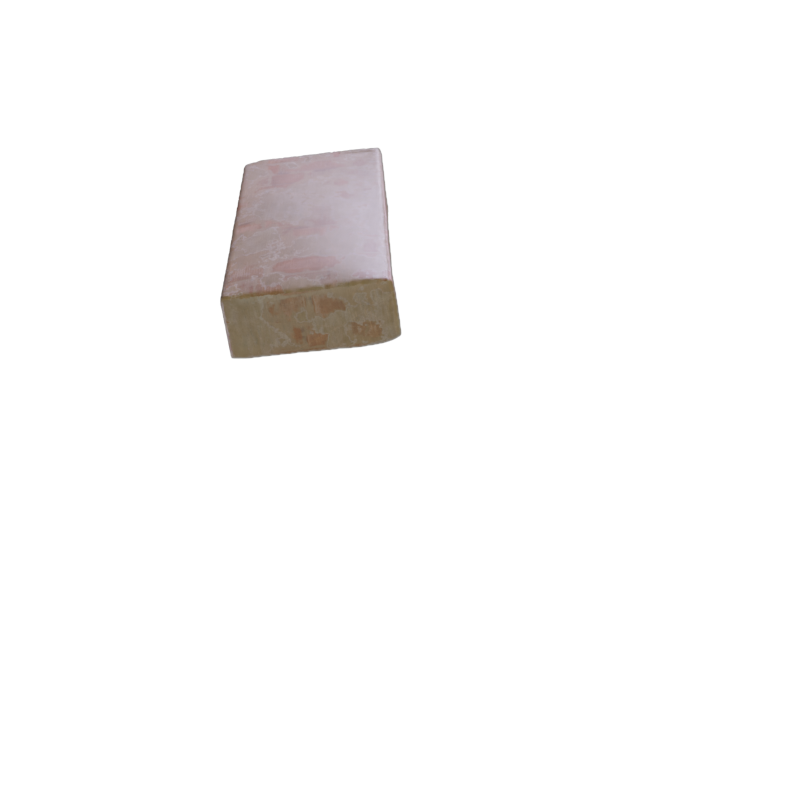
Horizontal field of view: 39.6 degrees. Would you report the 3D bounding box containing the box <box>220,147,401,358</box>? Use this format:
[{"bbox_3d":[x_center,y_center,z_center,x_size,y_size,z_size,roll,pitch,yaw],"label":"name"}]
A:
[{"bbox_3d":[-0.052,-0.094,0.657,0.093,0.045,0.188,-7,36,1],"label":"box"}]
